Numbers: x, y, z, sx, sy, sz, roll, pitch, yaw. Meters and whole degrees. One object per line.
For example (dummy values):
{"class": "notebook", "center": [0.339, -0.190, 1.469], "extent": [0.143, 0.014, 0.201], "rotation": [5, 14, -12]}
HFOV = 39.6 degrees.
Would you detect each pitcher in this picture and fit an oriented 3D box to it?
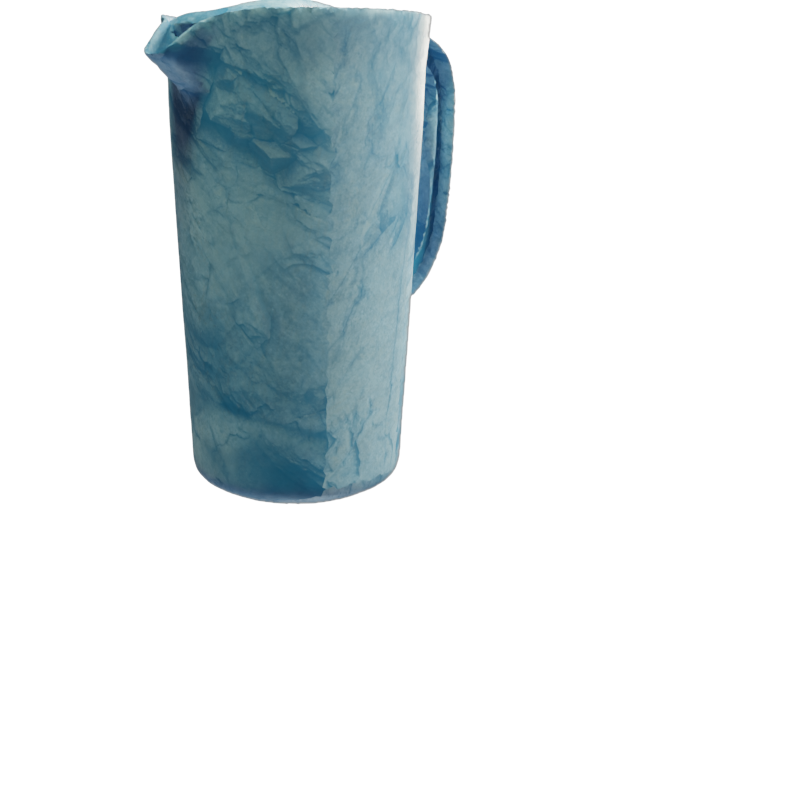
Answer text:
{"class": "pitcher", "center": [-0.045, -0.081, 0.571], "extent": [0.150, 0.237, 0.148], "rotation": [1, 11, 2]}
